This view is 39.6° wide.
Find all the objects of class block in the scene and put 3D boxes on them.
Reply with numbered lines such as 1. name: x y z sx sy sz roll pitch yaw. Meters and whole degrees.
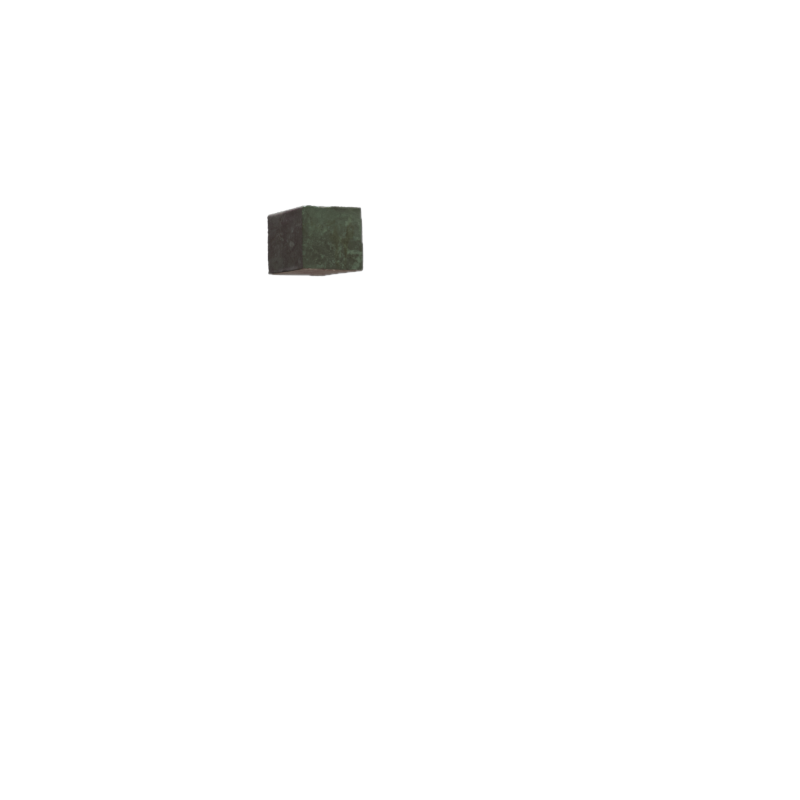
1. block: -0.070 -0.128 0.894 0.051 0.052 0.080 0 1 -27
